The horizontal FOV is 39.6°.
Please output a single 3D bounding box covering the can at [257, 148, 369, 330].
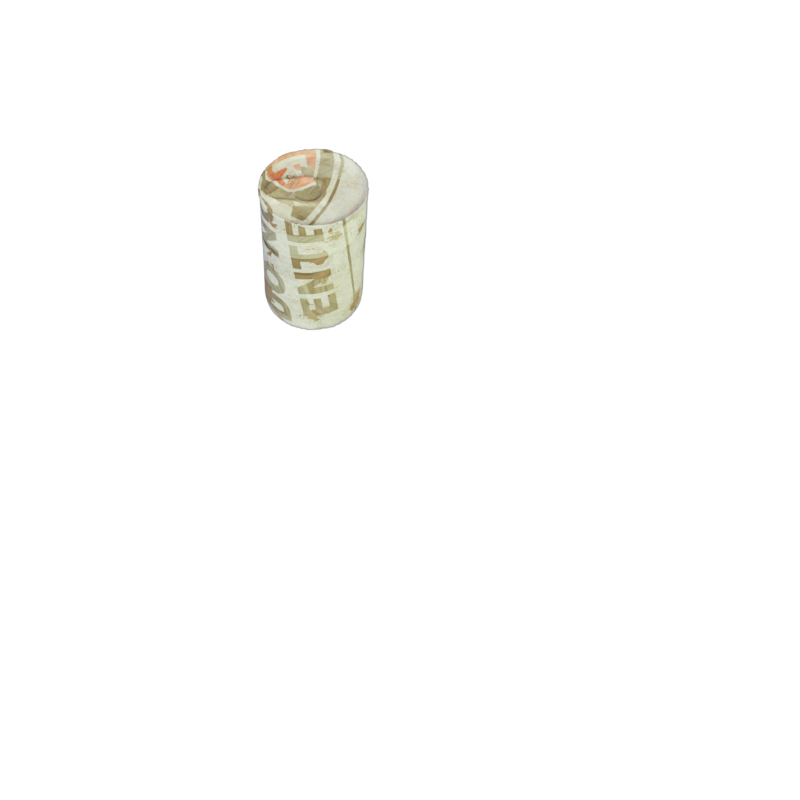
[{"bbox_3d":[-0.056,-0.102,0.712,0.068,0.073,0.095,0,-38,-3],"label":"can"}]
